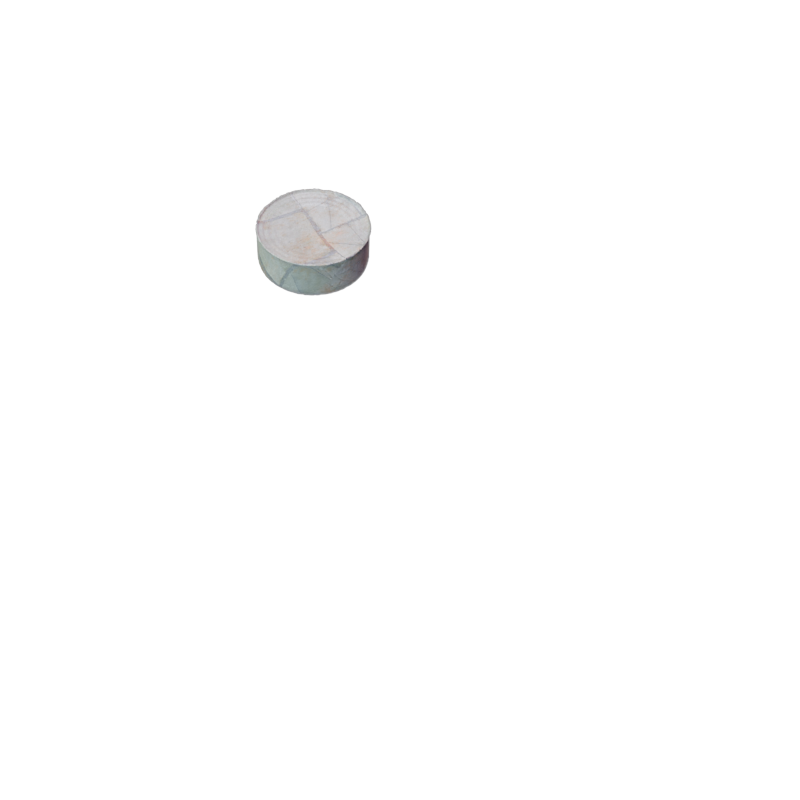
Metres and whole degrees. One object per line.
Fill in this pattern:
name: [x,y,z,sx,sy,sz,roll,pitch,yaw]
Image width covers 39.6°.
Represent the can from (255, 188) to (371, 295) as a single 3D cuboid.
can: [-0.065,-0.119,0.832,0.086,0.092,0.031,-1,-43,-1]
